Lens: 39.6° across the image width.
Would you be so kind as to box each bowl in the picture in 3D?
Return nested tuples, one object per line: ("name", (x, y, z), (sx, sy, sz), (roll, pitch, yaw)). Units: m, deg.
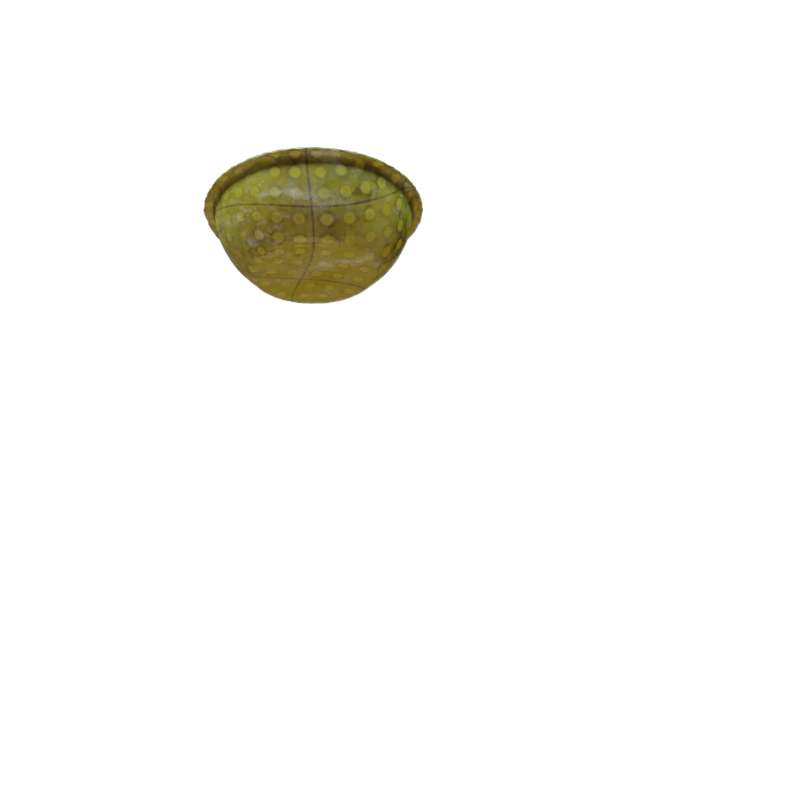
("bowl", (-0.063, -0.115, 0.806), (0.162, 0.058, 0.153), (1, -27, -2))
